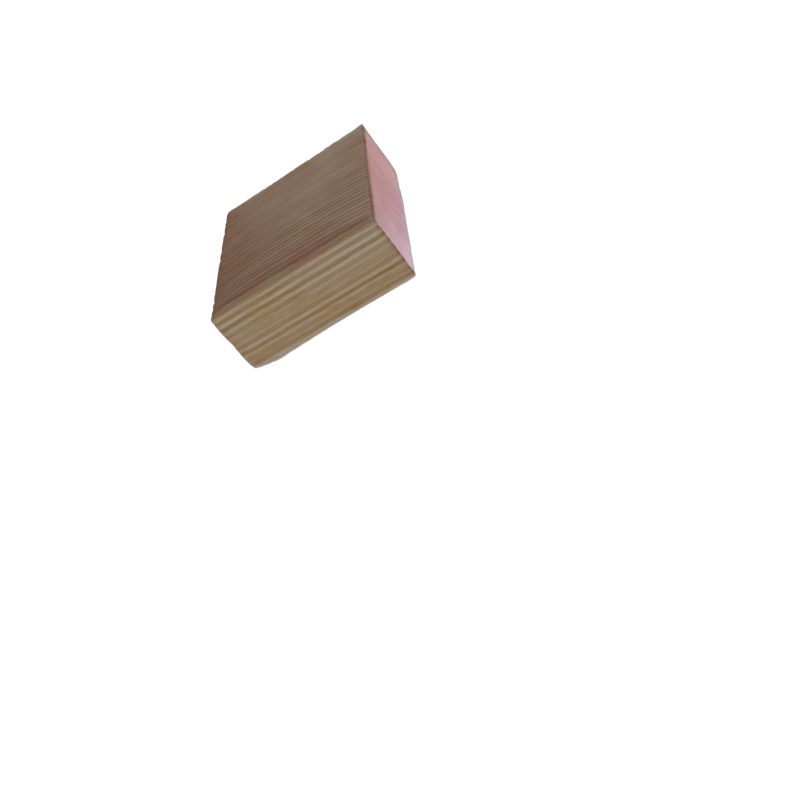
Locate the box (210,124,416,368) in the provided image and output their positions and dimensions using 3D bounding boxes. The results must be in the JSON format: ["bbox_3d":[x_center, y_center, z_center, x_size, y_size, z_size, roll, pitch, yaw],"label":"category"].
[{"bbox_3d":[-0.078,-0.141,0.991,0.164,0.068,0.227,-30,29,14],"label":"box"}]
